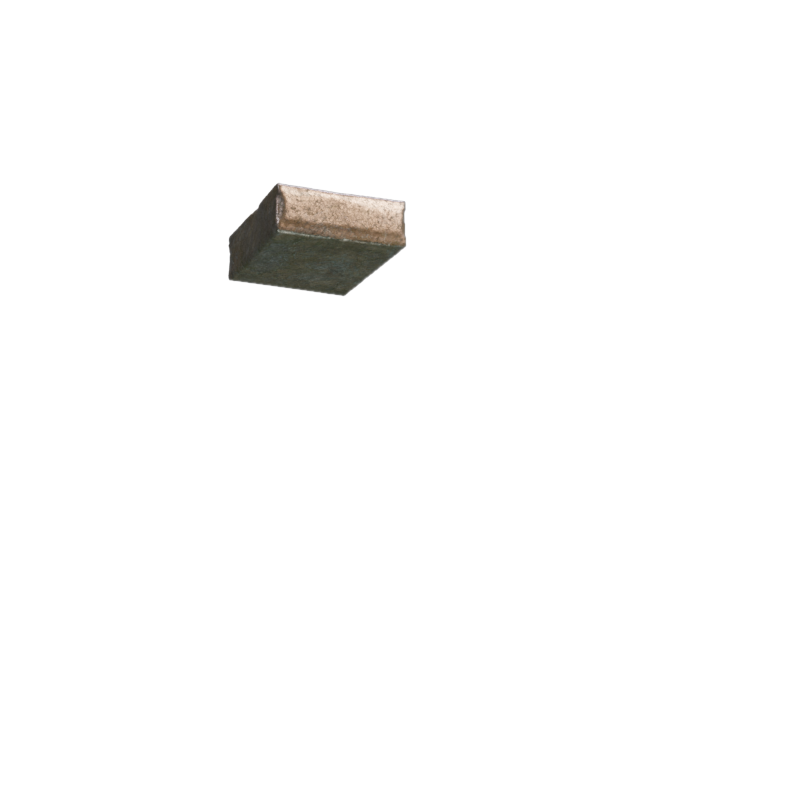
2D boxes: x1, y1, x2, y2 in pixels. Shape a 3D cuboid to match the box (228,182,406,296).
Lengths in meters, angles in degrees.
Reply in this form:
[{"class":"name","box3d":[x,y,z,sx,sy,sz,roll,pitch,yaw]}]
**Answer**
[{"class":"box","box3d":[-0.048,-0.087,0.610,0.071,0.031,0.088,6,-15,-23]}]
